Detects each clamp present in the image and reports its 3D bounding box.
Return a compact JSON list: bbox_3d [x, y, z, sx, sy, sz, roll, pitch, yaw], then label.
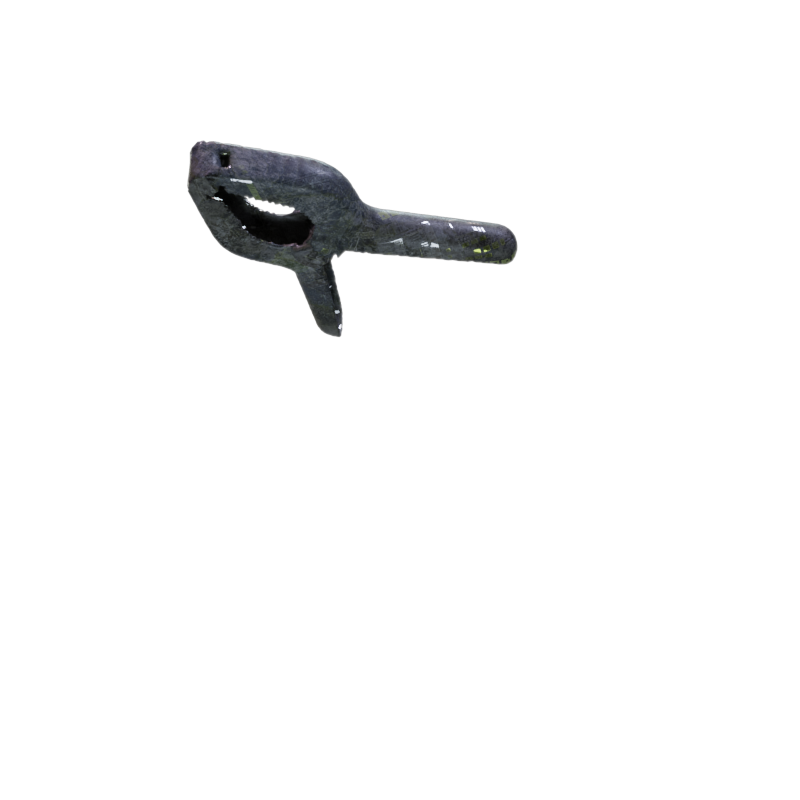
[{"bbox_3d":[-0.055,-0.100,0.697,0.198,0.039,0.164,21,-33,-35],"label":"clamp"}]
